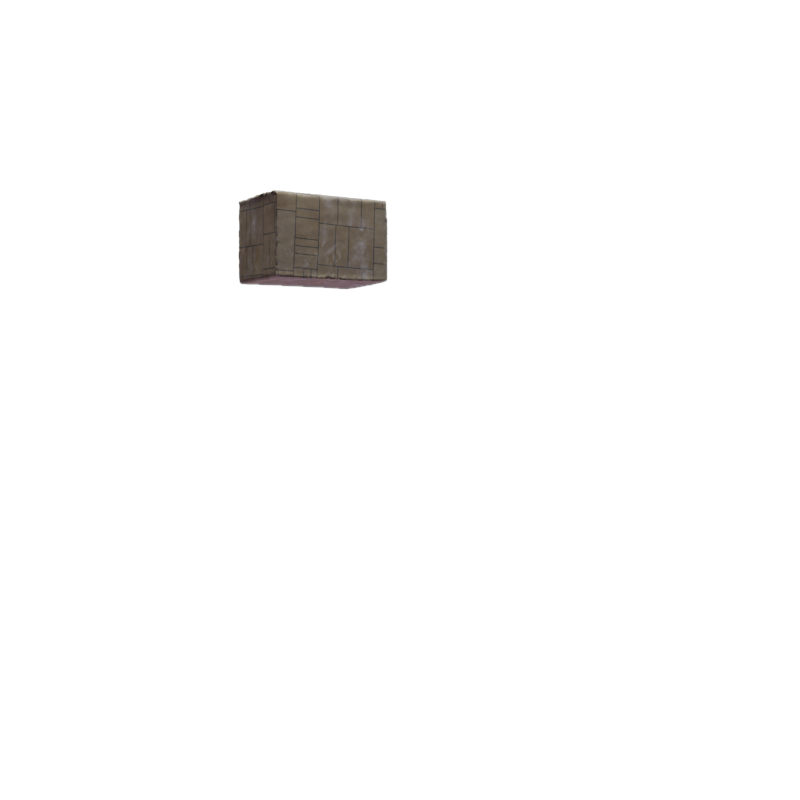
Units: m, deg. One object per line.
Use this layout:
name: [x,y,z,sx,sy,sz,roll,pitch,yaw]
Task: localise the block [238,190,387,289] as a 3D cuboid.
block: [-0.053,-0.096,0.674,0.075,0.052,0.054,1,-4,-31]
